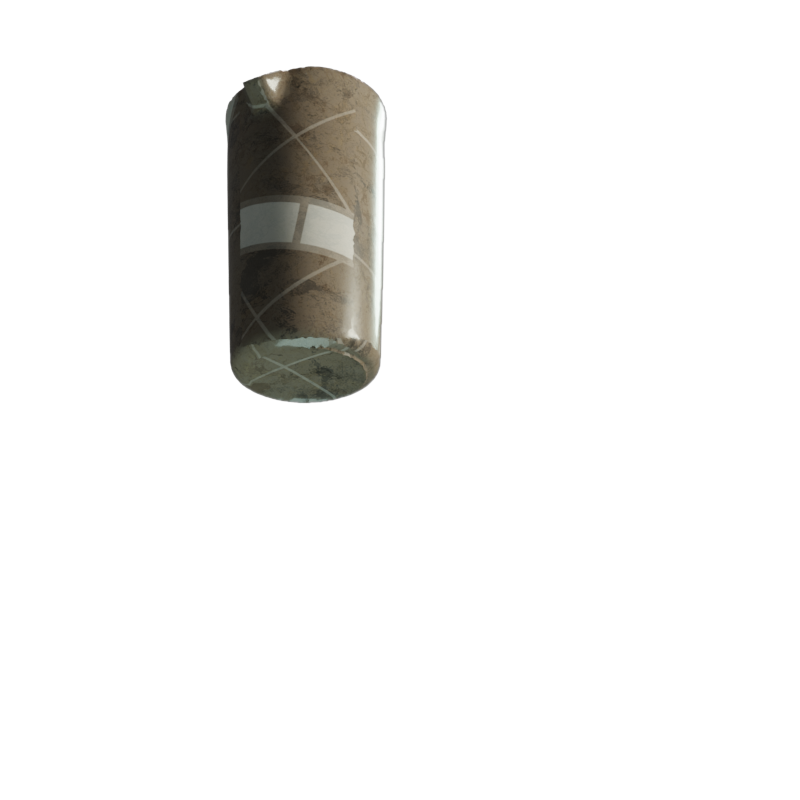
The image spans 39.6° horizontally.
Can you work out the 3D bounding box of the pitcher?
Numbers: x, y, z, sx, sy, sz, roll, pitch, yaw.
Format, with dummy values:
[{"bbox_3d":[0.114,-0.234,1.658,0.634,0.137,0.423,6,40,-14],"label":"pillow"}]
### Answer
[{"bbox_3d":[-0.067,-0.123,0.860,0.145,0.259,0.140,8,-32,-17],"label":"pitcher"}]
